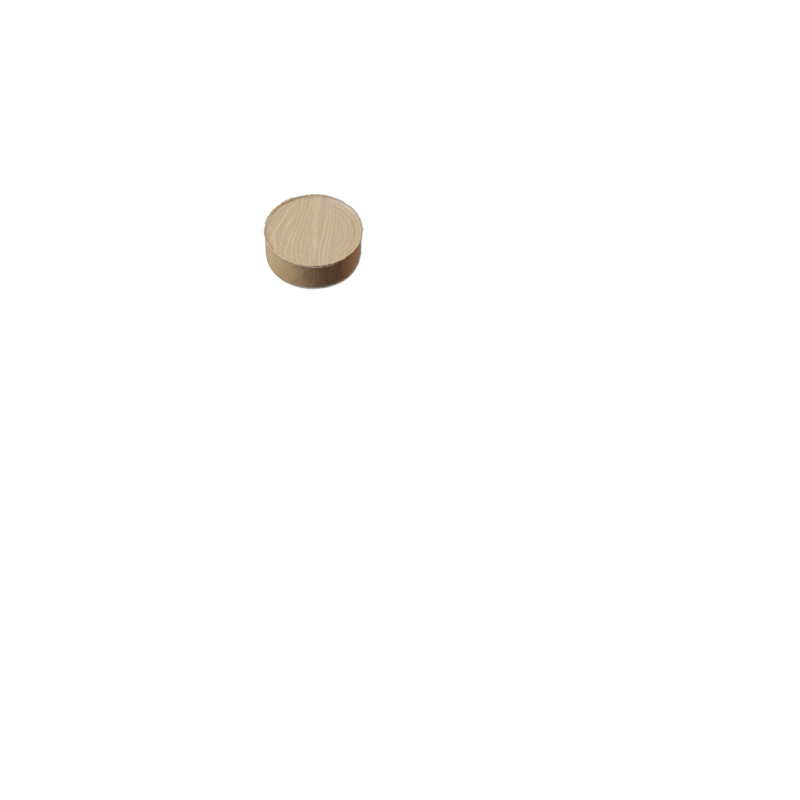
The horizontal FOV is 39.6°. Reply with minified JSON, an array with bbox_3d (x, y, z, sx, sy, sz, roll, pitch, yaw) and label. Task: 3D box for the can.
[{"bbox_3d":[-0.076,-0.138,0.968,0.086,0.092,0.031,-1,-39,-1],"label":"can"}]
